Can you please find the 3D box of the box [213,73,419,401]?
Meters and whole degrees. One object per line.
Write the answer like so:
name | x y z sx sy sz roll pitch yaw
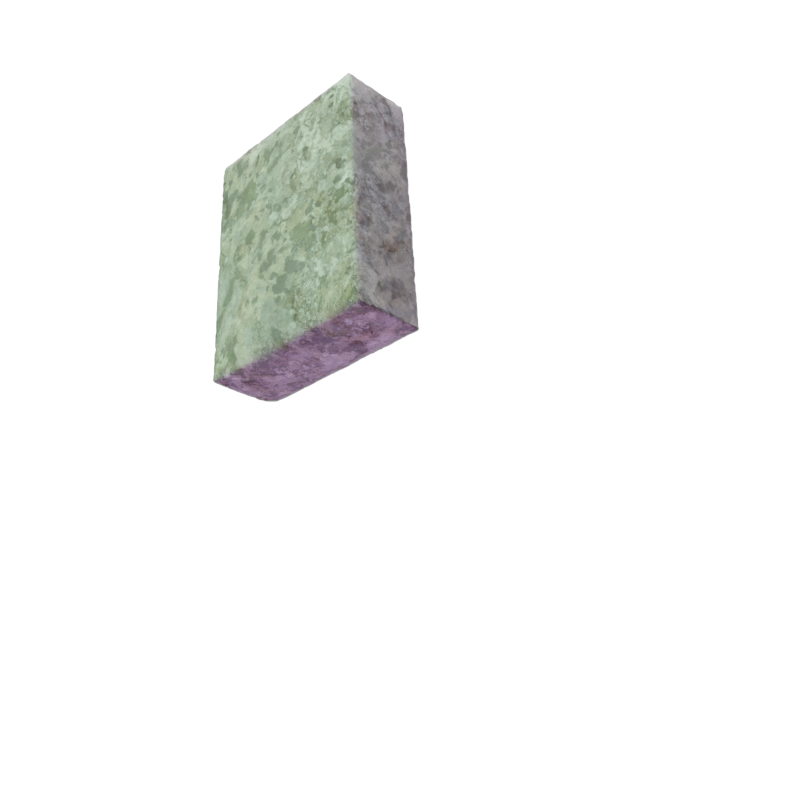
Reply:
box | -0.069 -0.126 0.879 0.067 0.228 0.164 27 -41 -38
